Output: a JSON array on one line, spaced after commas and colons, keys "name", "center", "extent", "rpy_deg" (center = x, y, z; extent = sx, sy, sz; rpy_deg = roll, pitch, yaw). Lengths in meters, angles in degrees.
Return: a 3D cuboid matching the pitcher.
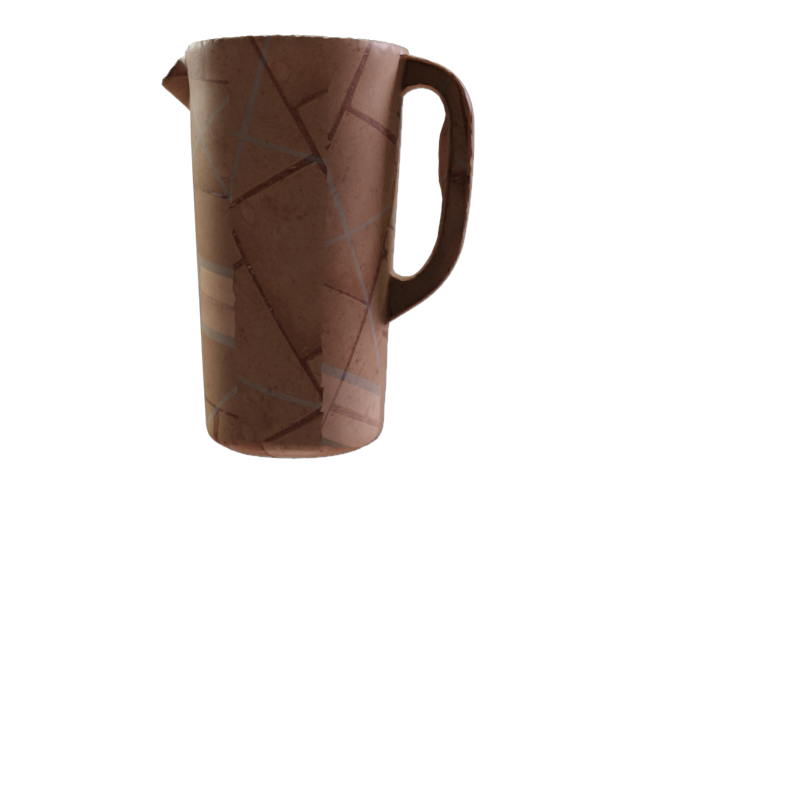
[{"name": "pitcher", "center": [-0.052, -0.095, 0.664], "extent": [0.140, 0.241, 0.156], "rpy_deg": [-4, 7, -37]}]
